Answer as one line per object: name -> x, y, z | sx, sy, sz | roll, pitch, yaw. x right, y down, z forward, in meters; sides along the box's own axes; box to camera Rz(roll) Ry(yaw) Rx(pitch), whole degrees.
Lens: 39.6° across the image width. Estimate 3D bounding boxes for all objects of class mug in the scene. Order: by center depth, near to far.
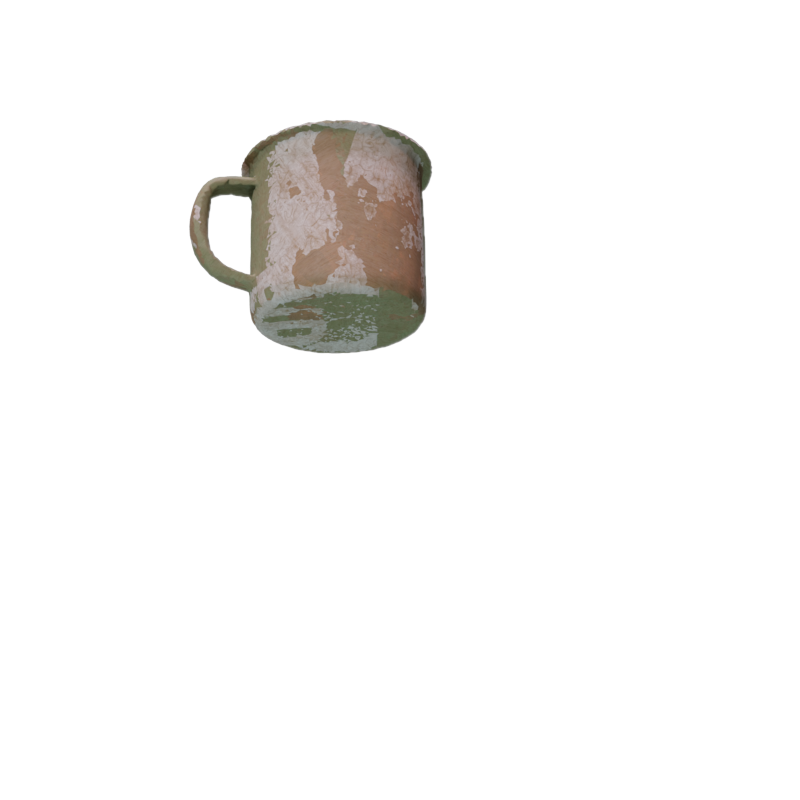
mug -> -0.041, -0.074, 0.520 | 0.114, 0.086, 0.091 | 7, -24, -18
